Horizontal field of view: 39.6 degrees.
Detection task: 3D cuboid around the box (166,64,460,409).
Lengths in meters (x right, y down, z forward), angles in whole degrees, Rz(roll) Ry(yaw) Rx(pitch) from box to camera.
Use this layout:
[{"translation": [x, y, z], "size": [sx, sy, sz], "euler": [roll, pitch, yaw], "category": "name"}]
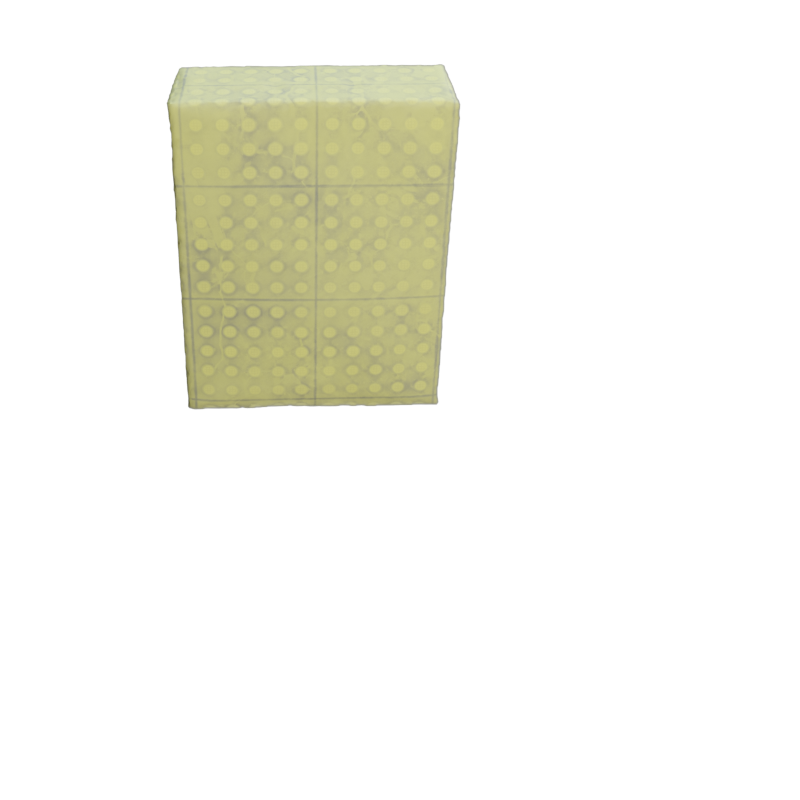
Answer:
[{"translation": [-0.054, -0.098, 0.689], "size": [0.164, 0.201, 0.077], "euler": [0, 32, -3], "category": "box"}]
